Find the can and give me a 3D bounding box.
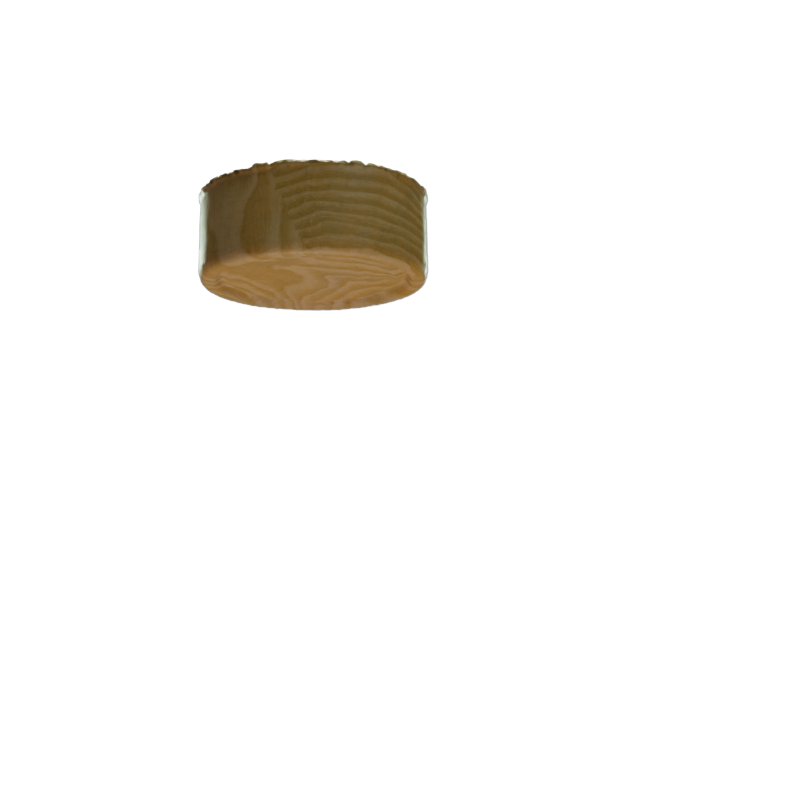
[{"bbox_3d":[-0.032,-0.059,0.411,0.086,0.035,0.083,0,-10,-2],"label":"can"}]
